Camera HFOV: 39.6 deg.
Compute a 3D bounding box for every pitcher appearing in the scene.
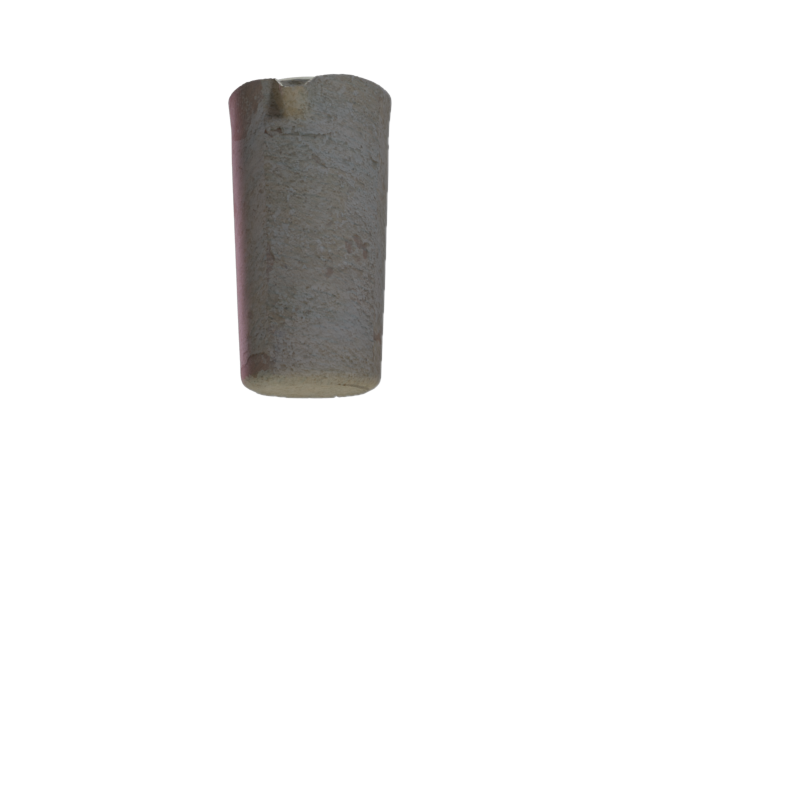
[{"bbox_3d":[-0.069,-0.127,0.887,0.142,0.251,0.147,9,-16,-39],"label":"pitcher"}]
